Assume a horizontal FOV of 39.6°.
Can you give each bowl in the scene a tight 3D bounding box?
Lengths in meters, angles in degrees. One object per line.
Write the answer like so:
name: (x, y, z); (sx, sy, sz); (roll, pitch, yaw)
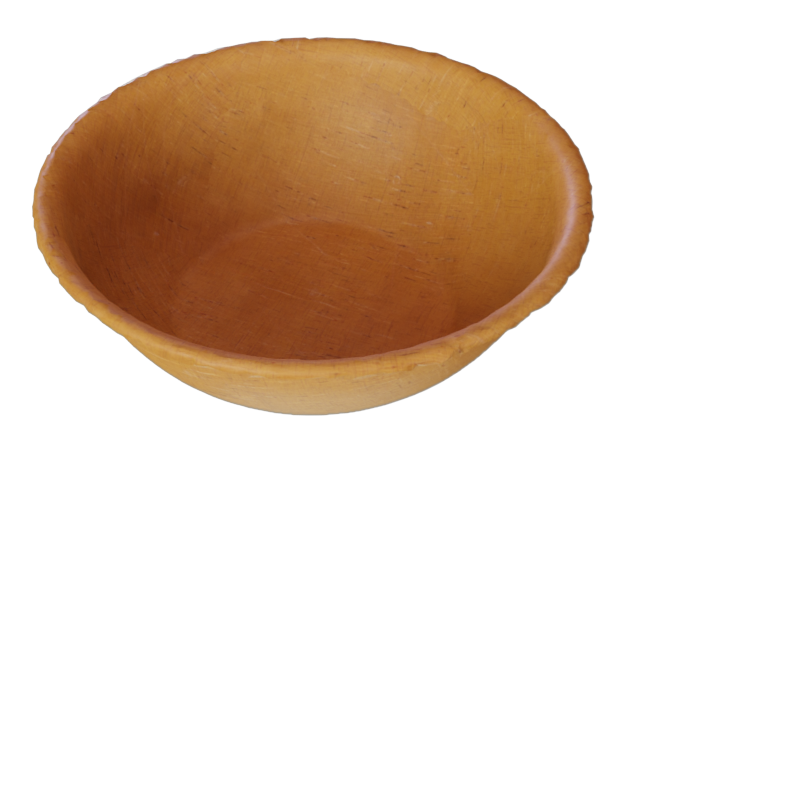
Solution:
bowl: (-0.027, -0.048, 0.339); (0.162, 0.051, 0.174); (-1, 44, -1)
